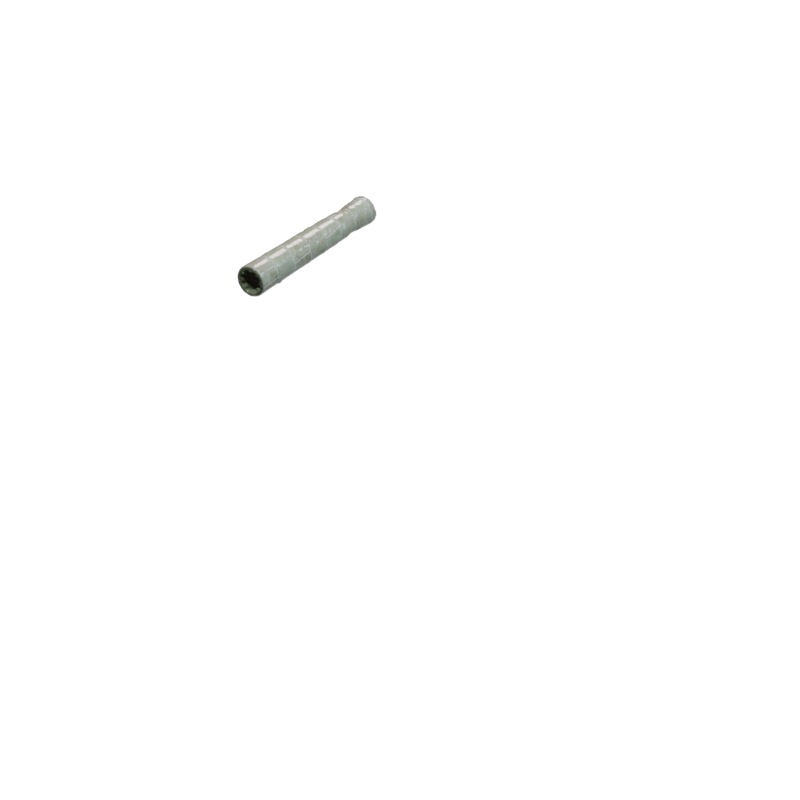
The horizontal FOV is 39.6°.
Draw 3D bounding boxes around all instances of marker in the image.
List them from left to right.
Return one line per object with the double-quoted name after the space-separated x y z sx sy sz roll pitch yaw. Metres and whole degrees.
-0.051 -0.094 0.658 0.020 0.019 0.122 2 29 35 "marker"
